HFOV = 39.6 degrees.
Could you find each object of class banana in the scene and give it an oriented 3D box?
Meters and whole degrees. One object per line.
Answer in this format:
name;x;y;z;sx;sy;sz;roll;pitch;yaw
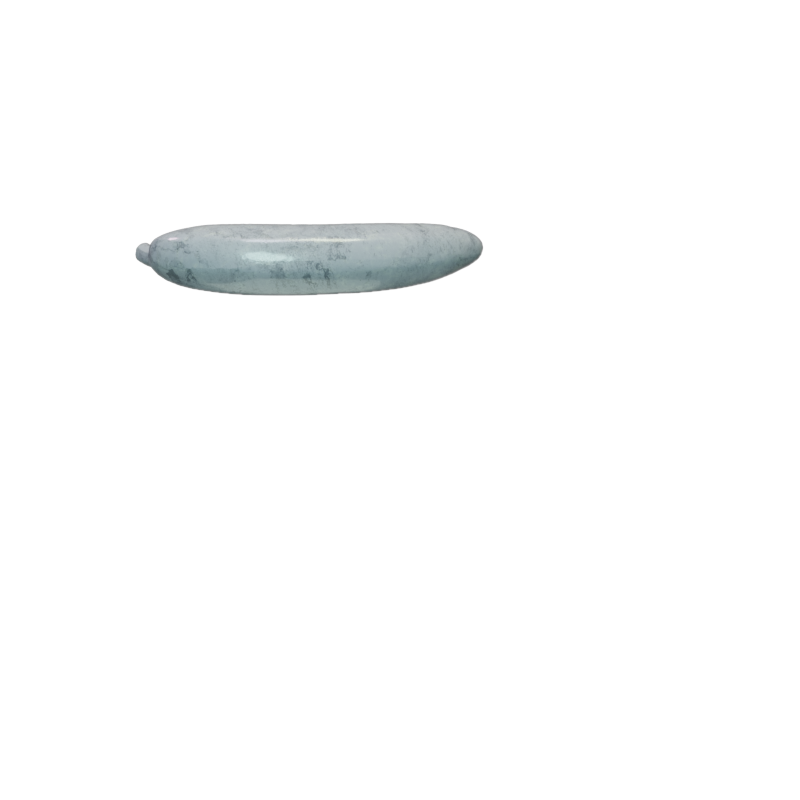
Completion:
banana;-0.052;-0.081;0.602;0.198;0.035;0.073;1;23;2
